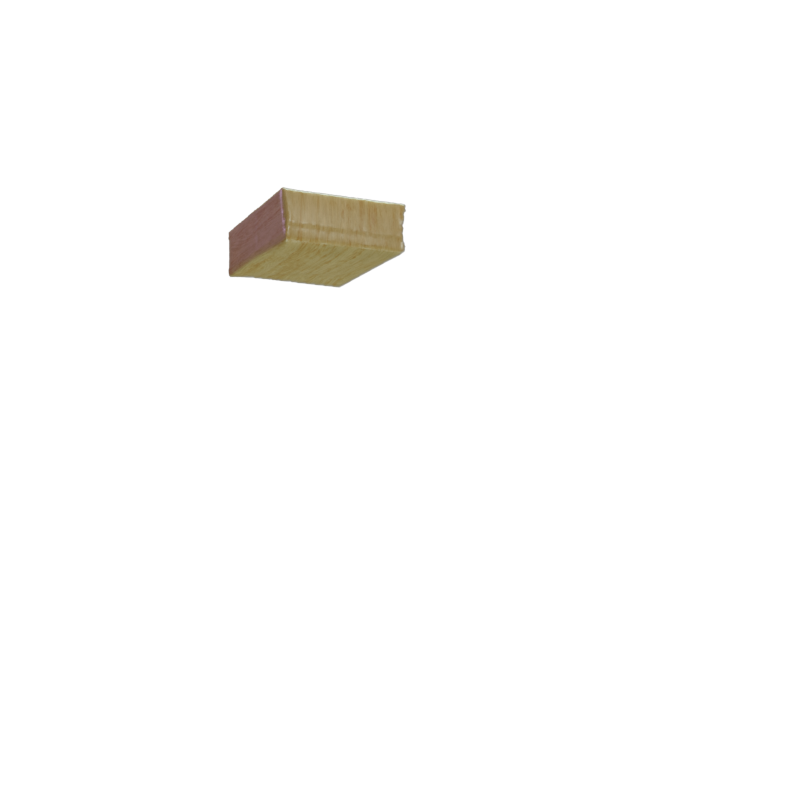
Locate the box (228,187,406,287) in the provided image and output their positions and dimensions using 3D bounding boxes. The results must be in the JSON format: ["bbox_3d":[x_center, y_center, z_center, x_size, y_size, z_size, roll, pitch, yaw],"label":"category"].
[{"bbox_3d":[-0.060,-0.110,0.767,0.087,0.040,0.114,3,-8,-25],"label":"box"}]
